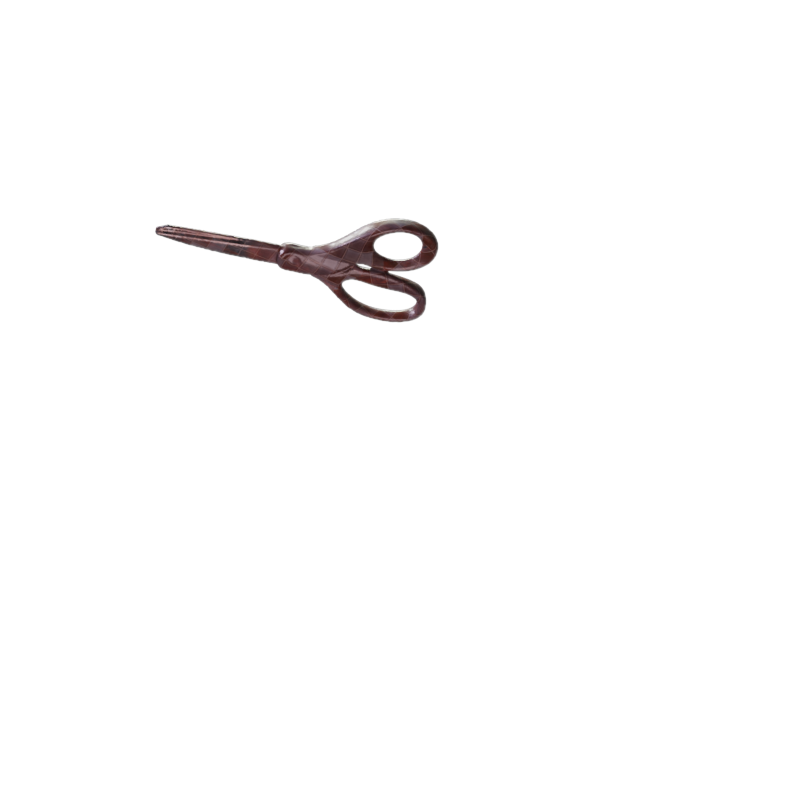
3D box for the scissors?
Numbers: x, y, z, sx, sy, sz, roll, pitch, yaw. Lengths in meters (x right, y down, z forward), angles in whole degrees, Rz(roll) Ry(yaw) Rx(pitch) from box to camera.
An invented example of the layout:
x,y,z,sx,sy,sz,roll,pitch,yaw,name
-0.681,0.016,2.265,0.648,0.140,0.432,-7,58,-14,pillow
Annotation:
x,y,z,sx,sy,sz,roll,pitch,yaw,name
-0.061,-0.111,0.779,0.194,0.093,0.017,23,36,-19,scissors
